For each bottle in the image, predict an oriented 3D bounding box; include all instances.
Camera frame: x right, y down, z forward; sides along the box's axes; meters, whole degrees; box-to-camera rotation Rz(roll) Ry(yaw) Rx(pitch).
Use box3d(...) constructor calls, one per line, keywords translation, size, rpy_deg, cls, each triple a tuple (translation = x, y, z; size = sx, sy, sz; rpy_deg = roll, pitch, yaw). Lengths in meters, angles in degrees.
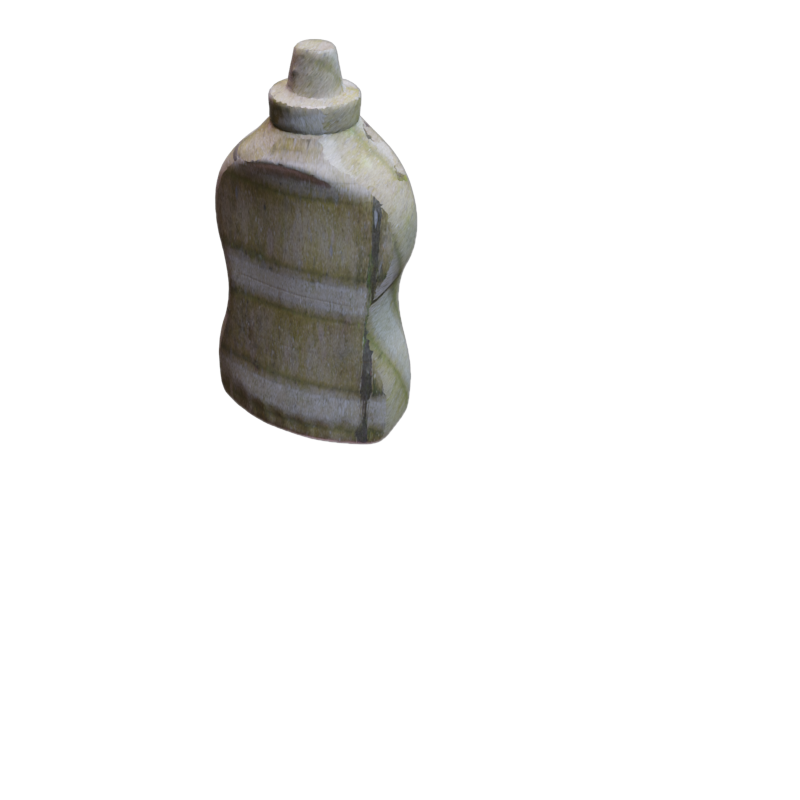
box3d(translation=(-0.040, -0.074, 0.519), size=(0.100, 0.180, 0.059), rpy_deg=(18, 35, 24), cls="bottle")
